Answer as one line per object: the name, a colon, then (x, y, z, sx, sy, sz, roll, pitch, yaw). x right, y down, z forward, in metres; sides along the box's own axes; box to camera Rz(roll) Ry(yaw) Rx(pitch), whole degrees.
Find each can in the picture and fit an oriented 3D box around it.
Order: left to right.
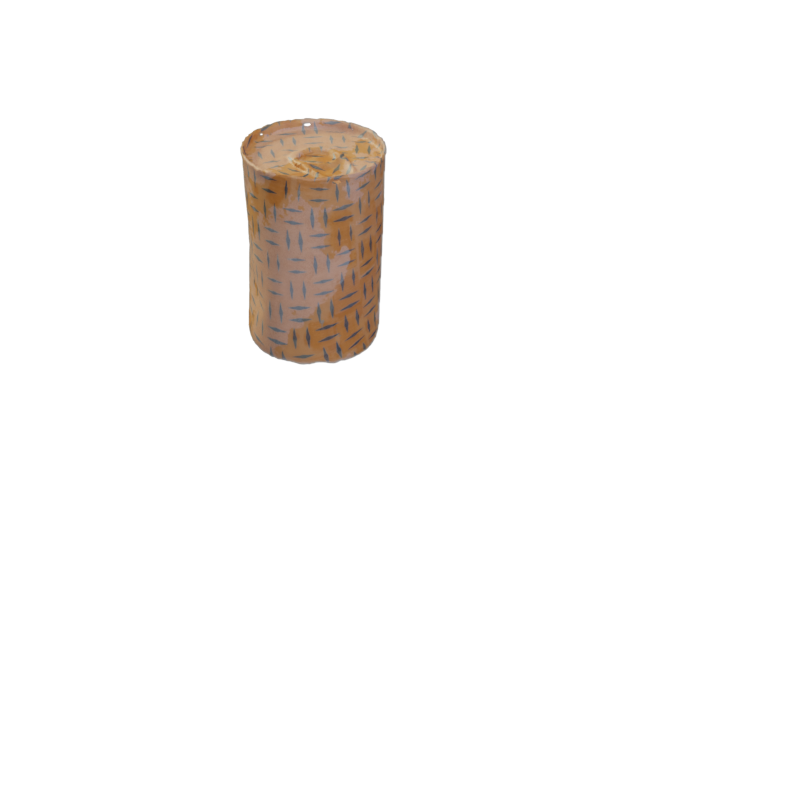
can: (-0.042, -0.077, 0.538, 0.068, 0.096, 0.073, 0, 32, -3)
